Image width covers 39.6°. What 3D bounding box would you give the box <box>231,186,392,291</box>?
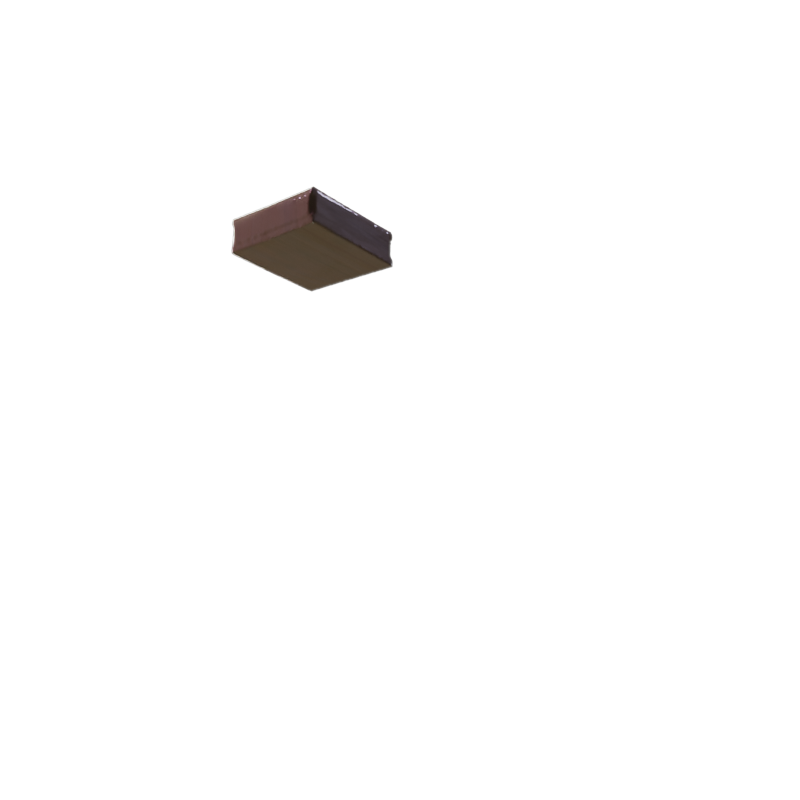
[{"bbox_3d":[-0.059,-0.108,0.758,0.074,0.032,0.083,-15,-24,36],"label":"box"}]
